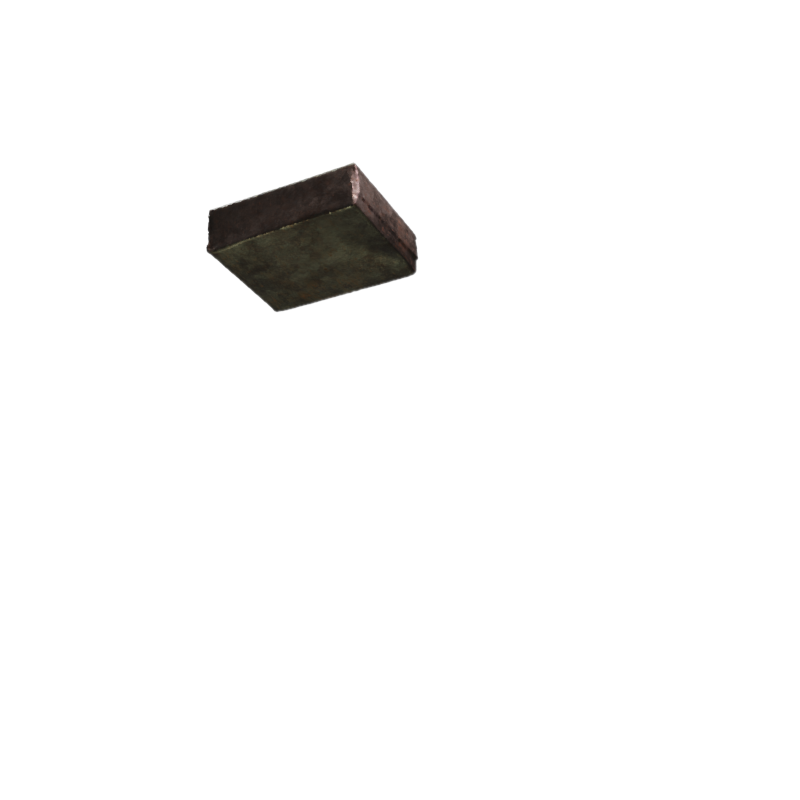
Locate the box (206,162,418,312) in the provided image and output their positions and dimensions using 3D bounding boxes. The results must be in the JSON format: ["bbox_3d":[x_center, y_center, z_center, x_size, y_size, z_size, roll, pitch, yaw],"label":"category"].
[{"bbox_3d":[-0.057,-0.104,0.732,0.115,0.041,0.083,-15,-34,23],"label":"box"}]
